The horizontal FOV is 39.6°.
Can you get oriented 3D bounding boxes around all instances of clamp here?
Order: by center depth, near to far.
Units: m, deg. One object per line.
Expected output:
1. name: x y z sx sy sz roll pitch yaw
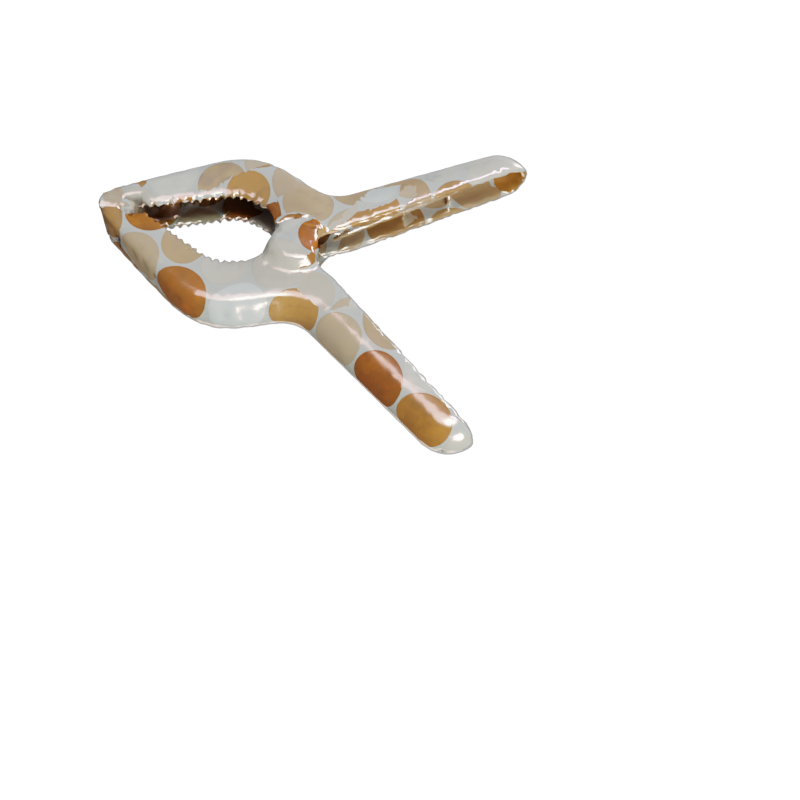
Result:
1. clamp: -0.043 -0.078 0.548 0.215 0.172 0.034 18 -31 11
